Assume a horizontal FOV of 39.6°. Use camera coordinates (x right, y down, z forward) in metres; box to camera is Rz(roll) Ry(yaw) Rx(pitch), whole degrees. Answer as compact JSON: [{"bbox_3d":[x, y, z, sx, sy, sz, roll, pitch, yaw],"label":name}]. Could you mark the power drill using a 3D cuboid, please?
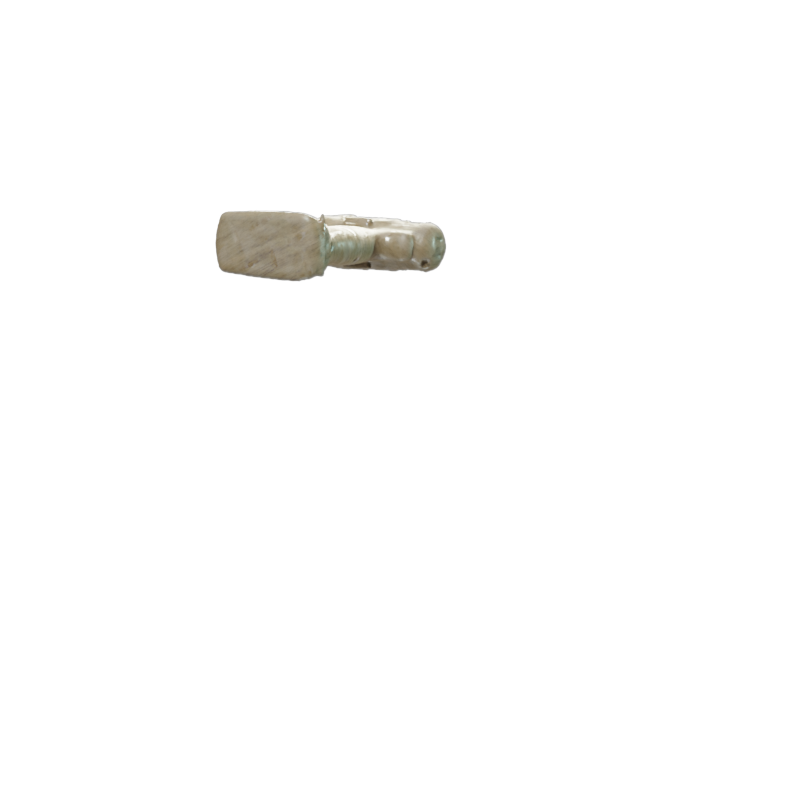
[{"bbox_3d":[-0.078,-0.142,0.997,0.192,0.057,0.183,6,12,33],"label":"power drill"}]
